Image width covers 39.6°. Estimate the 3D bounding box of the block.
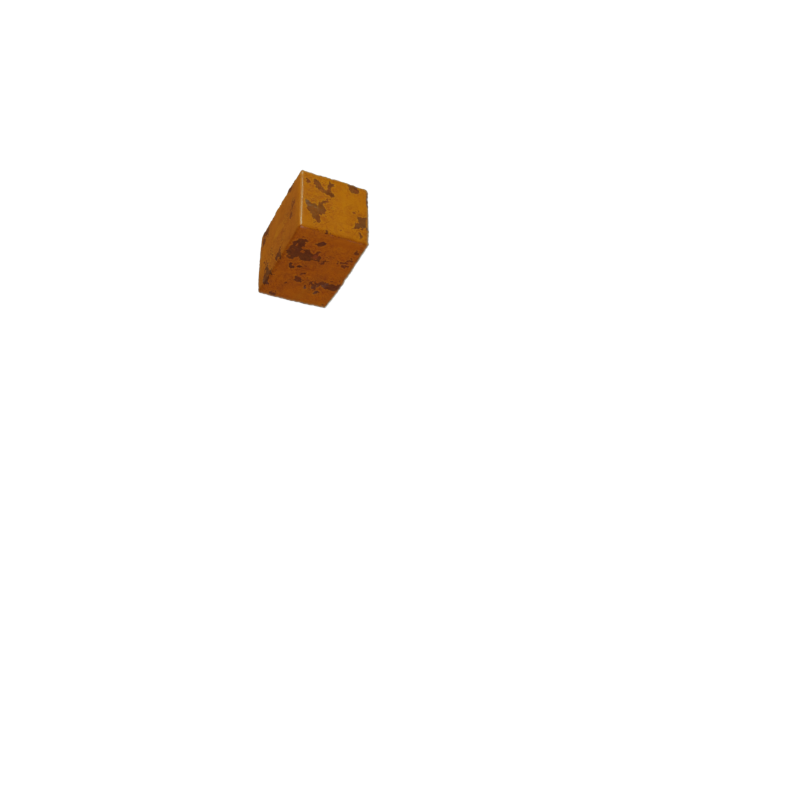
[{"bbox_3d":[-0.060,-0.110,0.770,0.051,0.055,0.075,16,-41,-21],"label":"block"}]
